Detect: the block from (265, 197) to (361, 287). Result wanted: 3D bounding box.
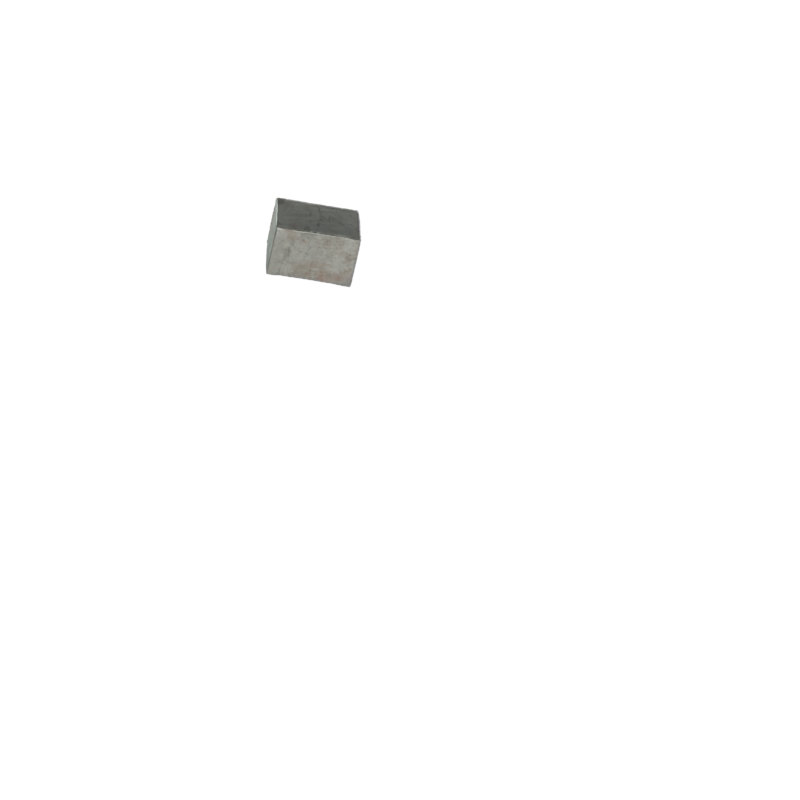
[{"bbox_3d":[-0.077,-0.141,0.988,0.077,0.050,0.055,9,36,-8],"label":"block"}]
